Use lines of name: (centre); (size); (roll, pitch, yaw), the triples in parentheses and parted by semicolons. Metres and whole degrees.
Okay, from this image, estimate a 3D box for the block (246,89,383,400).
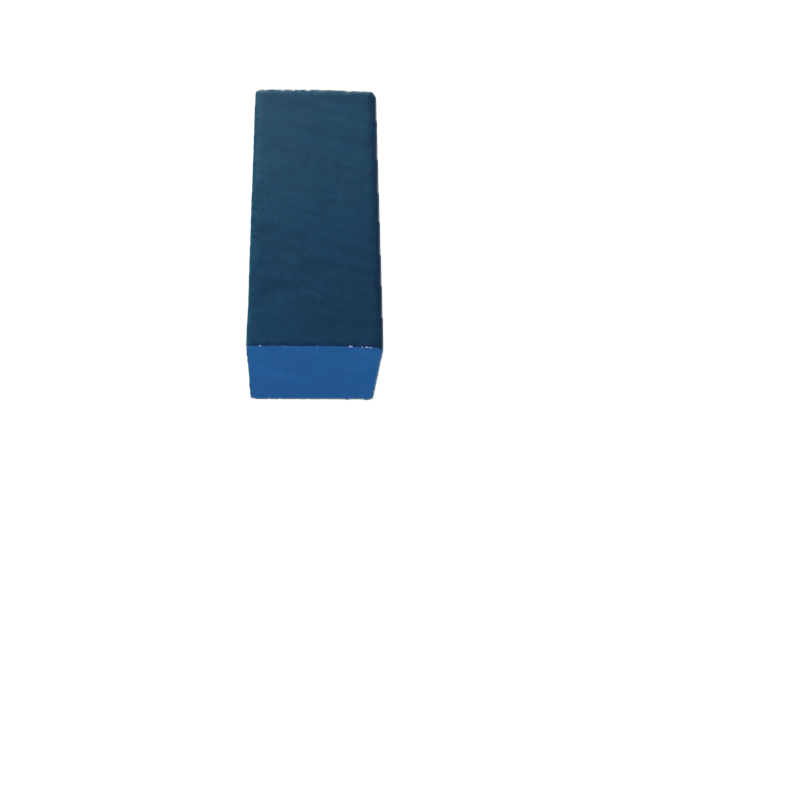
block: (-0.062, -0.114, 0.796); (0.090, 0.219, 0.086); (0, -28, -4)
